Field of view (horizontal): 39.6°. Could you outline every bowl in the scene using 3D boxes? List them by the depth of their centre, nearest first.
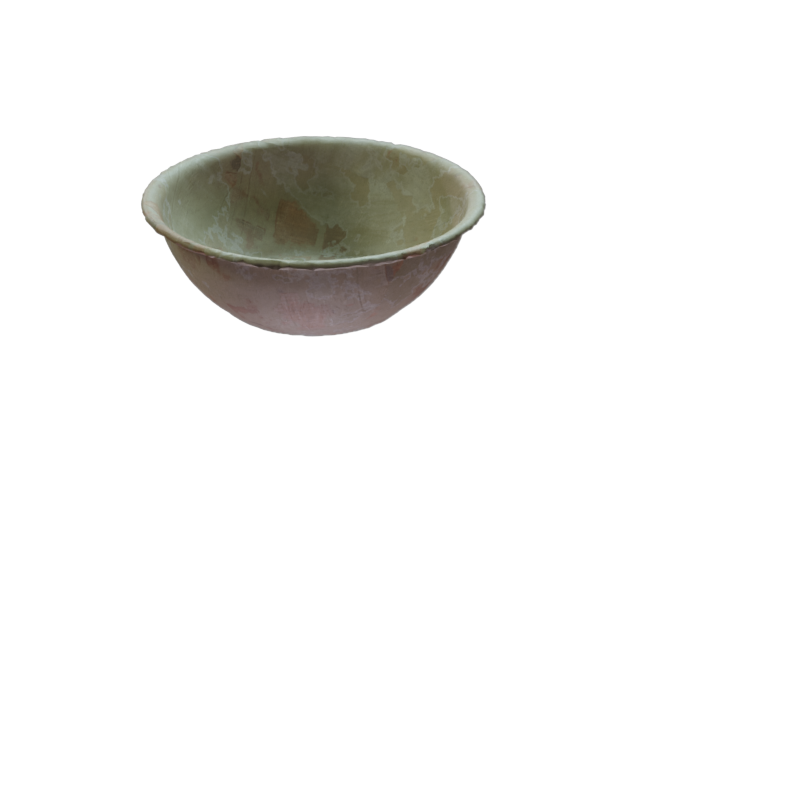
[{"bbox_3d":[-0.042,-0.076,0.533,0.162,0.052,0.172,-1,30,-2],"label":"bowl"}]
